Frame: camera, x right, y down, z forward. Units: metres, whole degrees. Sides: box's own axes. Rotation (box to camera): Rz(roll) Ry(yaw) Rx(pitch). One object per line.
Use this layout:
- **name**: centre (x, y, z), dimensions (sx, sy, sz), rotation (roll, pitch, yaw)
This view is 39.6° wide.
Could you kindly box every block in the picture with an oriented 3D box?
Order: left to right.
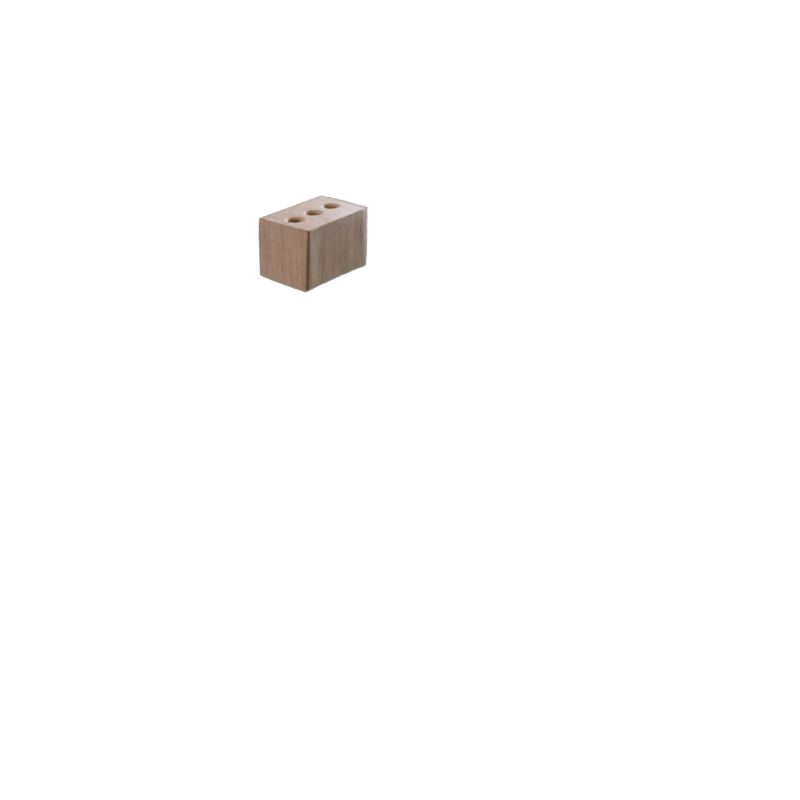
- **block**: centre (-0.070, -0.127, 0.892), dimensions (0.056, 0.049, 0.078), rotation (18, 31, 33)
